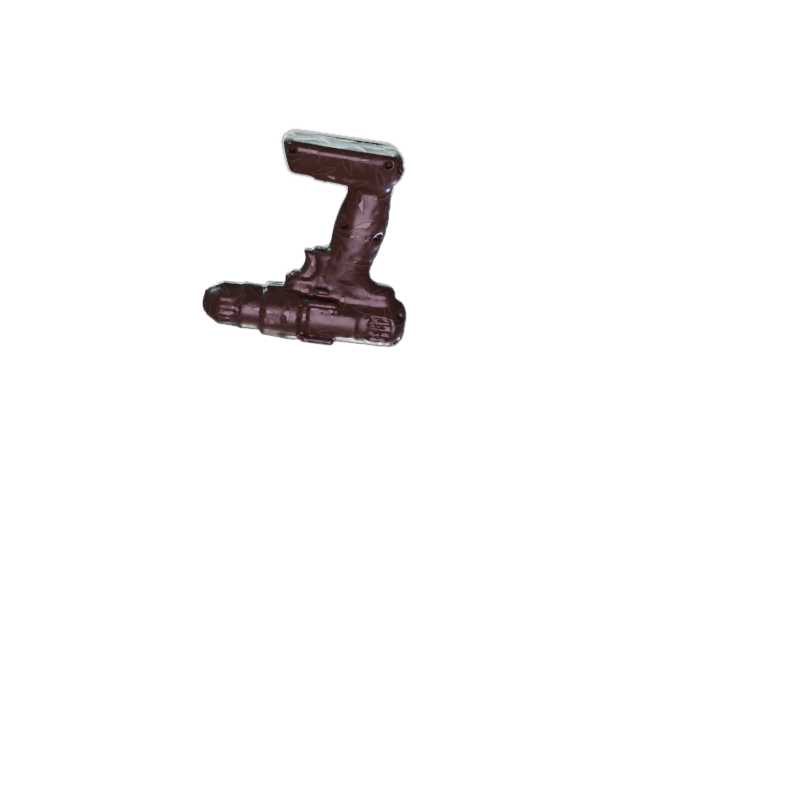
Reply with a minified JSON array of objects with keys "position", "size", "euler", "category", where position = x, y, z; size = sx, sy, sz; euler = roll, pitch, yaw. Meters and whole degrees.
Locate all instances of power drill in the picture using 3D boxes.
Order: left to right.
[{"position":[-0.077,-0.140,0.982],"size":[0.183,0.180,0.060],"euler":[7,21,-3],"category":"power drill"}]
